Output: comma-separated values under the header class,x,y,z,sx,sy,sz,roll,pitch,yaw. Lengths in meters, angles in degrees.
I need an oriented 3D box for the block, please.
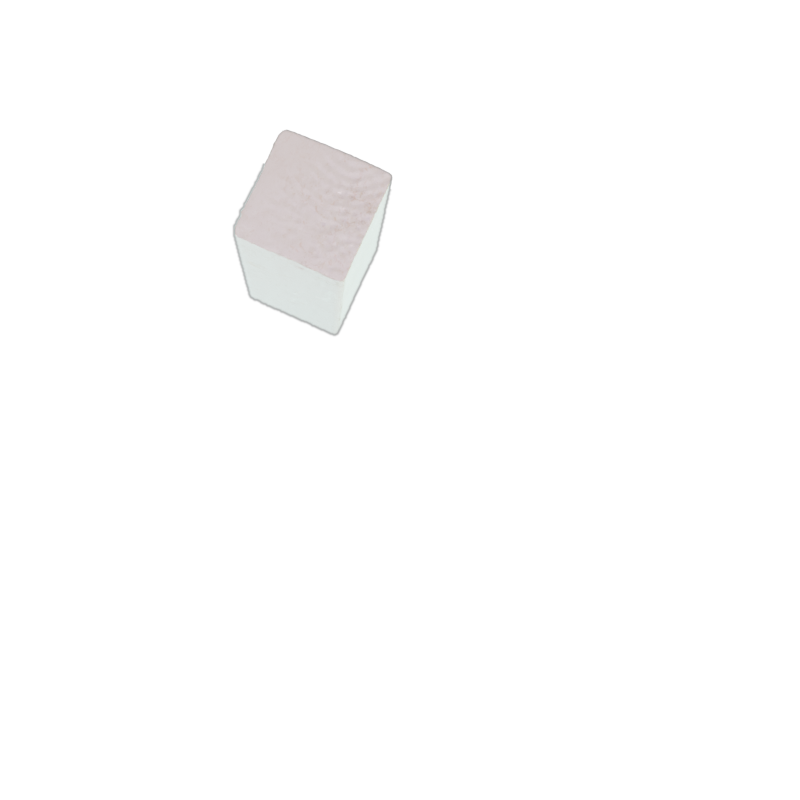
class,x,y,z,sx,sy,sz,roll,pitch,yaw
block,-0.070,-0.127,0.888,0.091,0.092,0.201,24,-9,0
